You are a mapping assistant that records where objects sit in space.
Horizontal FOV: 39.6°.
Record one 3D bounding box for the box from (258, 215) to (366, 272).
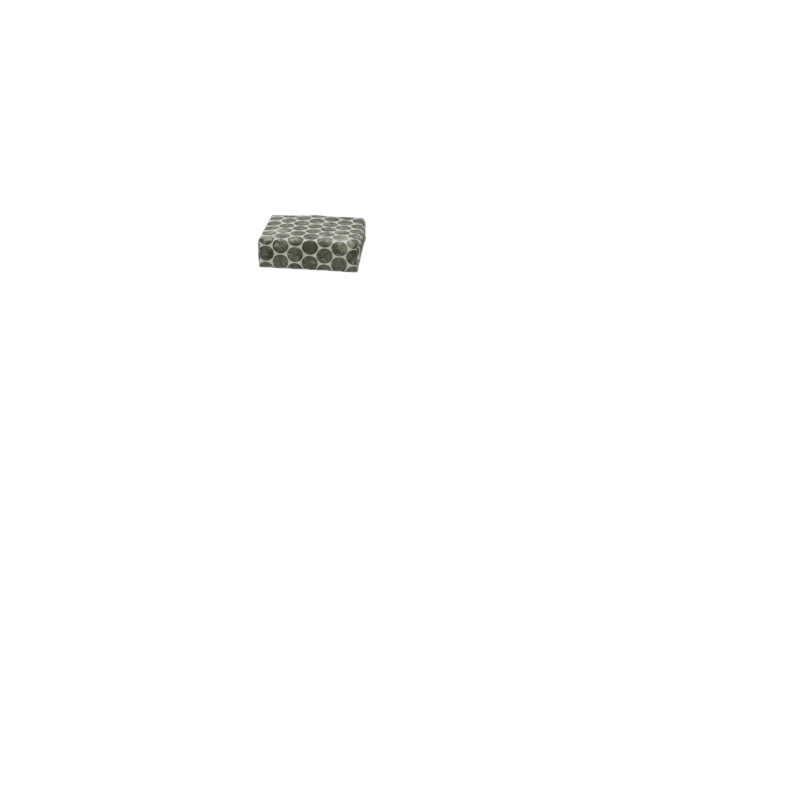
[{"bbox_3d":[-0.077,-0.141,0.987,0.090,0.029,0.076,2,25,5],"label":"box"}]
